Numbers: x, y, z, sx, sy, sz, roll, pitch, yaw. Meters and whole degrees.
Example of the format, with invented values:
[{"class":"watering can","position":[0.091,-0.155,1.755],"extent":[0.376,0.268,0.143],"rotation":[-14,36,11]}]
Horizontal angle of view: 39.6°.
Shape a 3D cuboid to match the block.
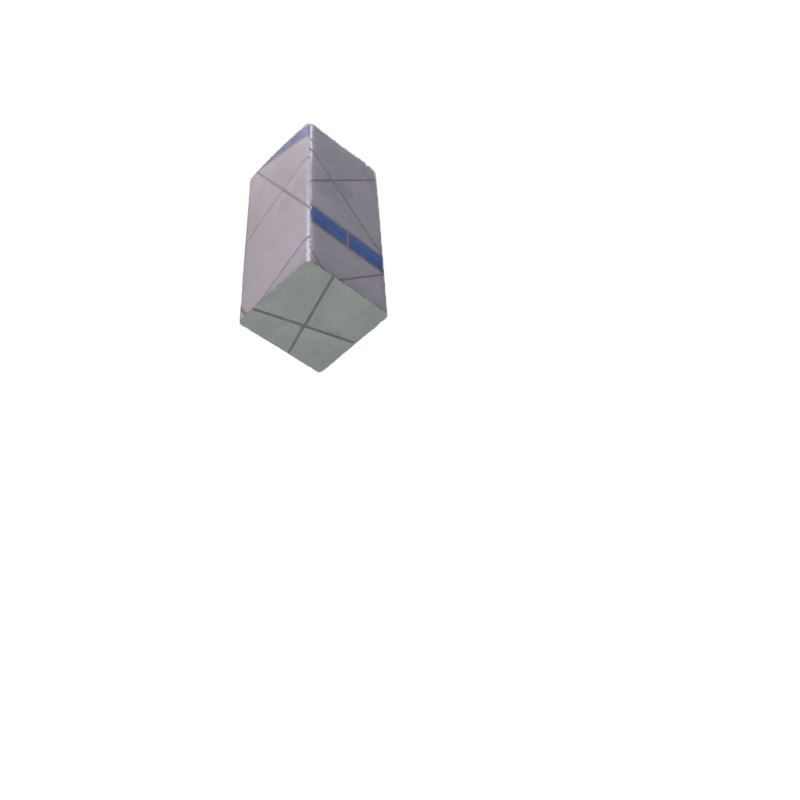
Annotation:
[{"class":"block","position":[-0.077,-0.141,0.982],"extent":[0.086,0.221,0.089],"rotation":[33,-58,-29]}]
